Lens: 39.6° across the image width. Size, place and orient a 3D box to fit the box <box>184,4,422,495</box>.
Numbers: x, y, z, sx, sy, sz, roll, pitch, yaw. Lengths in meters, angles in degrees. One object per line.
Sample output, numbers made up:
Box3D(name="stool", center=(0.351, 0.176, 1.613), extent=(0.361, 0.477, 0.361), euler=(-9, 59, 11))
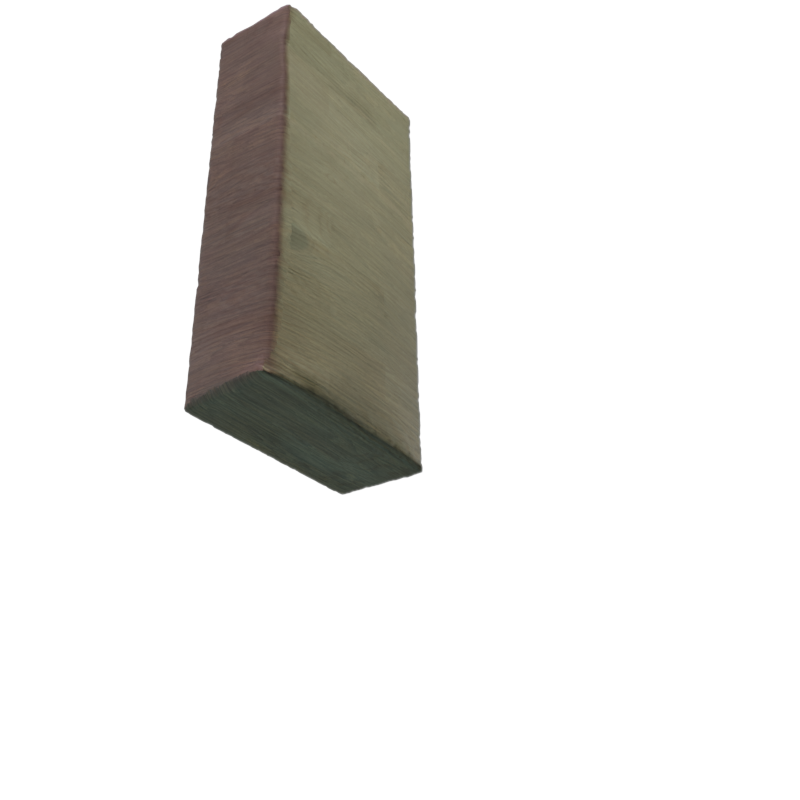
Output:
Box3D(name="box", center=(-0.035, -0.063, 0.444), extent=(0.048, 0.189, 0.087), euler=(-25, -40, 28))
